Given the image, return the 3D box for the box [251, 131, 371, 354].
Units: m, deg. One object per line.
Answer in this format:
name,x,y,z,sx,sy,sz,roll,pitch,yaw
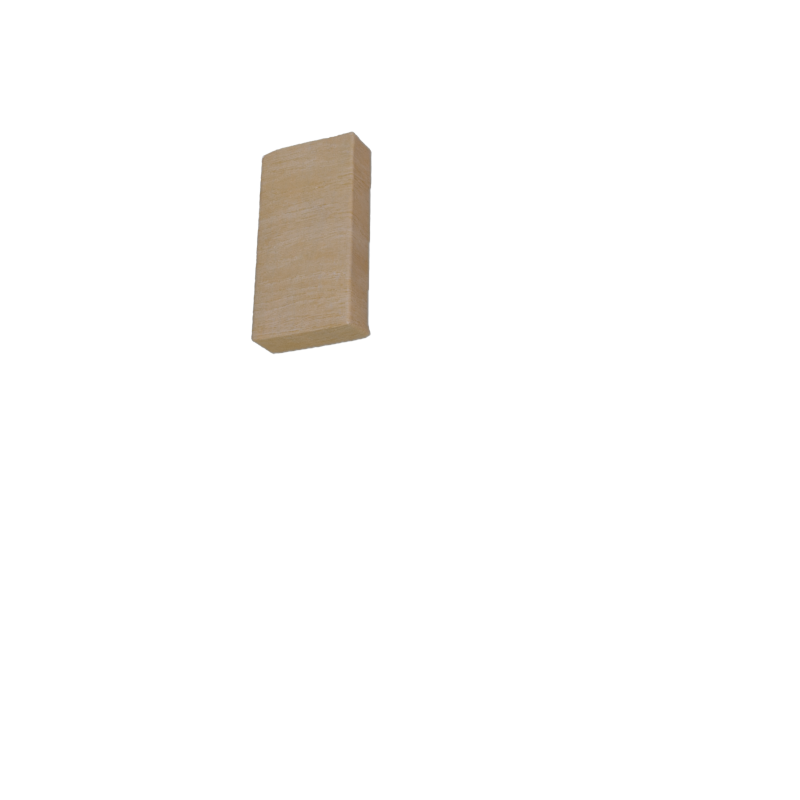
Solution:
box,-0.073,-0.133,0.931,0.095,0.185,0.045,-11,-24,23
